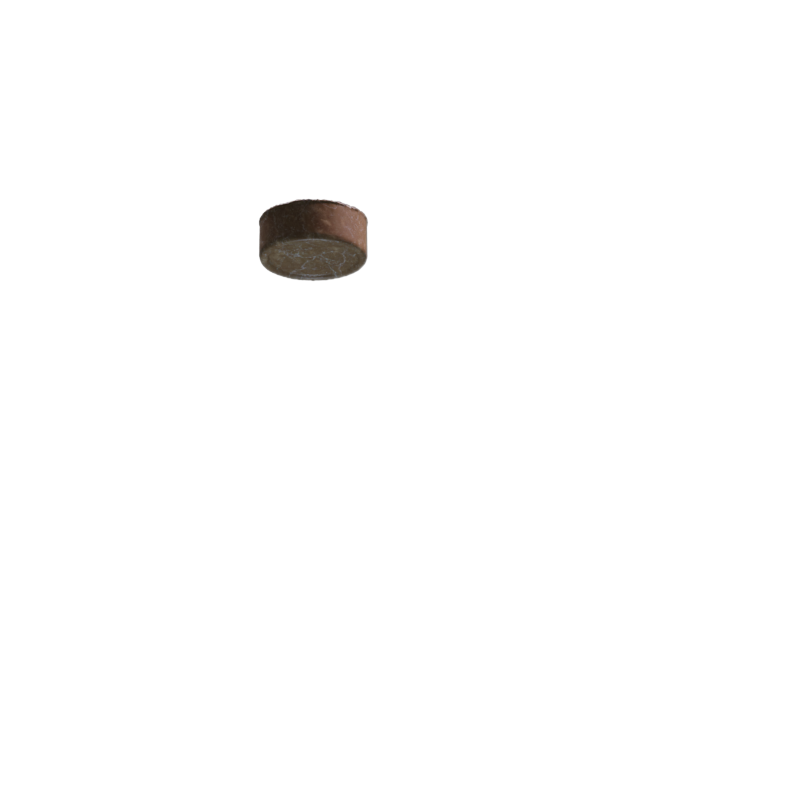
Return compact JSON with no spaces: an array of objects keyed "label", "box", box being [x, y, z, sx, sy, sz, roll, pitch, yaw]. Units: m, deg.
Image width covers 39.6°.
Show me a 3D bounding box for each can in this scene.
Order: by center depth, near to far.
[{"label":"can","box":[-0.068,-0.124,0.866,0.086,0.035,0.082,0,-18,-2]}]
